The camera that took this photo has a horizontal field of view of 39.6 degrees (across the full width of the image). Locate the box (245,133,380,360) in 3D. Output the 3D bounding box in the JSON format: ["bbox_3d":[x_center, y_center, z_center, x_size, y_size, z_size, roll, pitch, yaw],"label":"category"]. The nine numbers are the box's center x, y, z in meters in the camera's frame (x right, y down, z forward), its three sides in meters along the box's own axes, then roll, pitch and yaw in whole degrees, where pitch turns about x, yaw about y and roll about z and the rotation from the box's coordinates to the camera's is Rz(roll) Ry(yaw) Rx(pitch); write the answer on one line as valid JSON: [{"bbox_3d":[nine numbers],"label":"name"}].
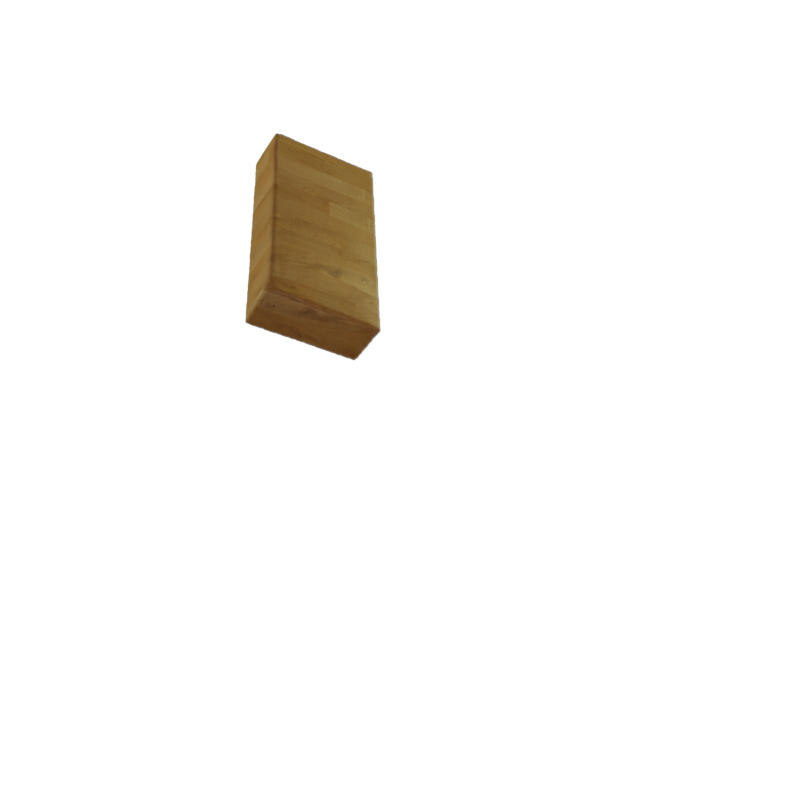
[{"bbox_3d":[-0.067,-0.121,0.851,0.090,0.189,0.046,19,-49,-21],"label":"box"}]
